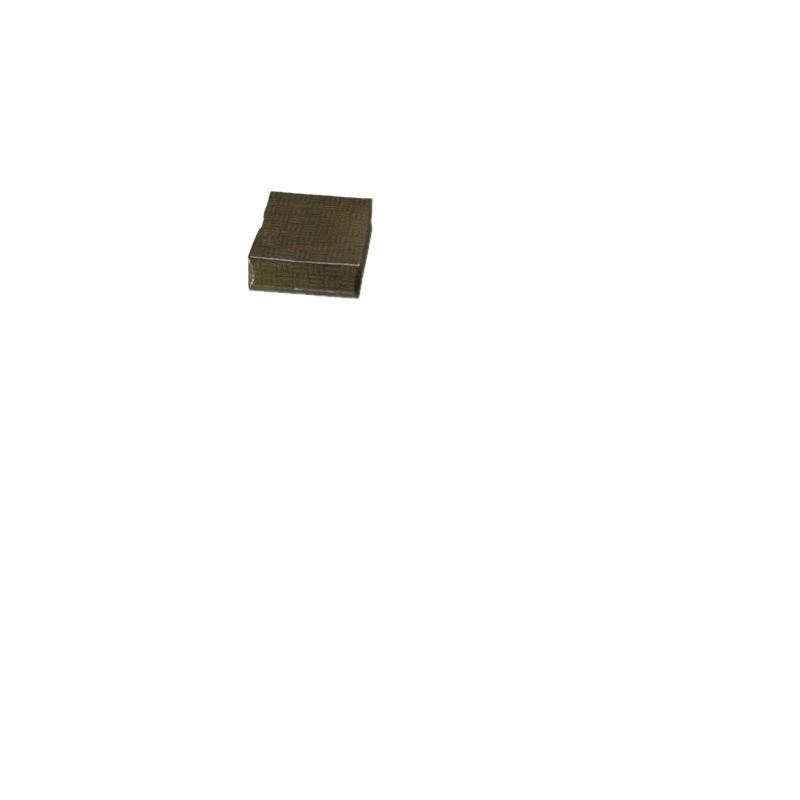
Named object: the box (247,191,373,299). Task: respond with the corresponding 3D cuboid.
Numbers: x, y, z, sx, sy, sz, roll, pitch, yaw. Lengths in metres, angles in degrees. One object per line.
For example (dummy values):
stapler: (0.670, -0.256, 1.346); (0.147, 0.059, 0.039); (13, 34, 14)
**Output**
box: (-0.058, -0.106, 0.742); (0.074, 0.028, 0.095); (4, 38, 5)
